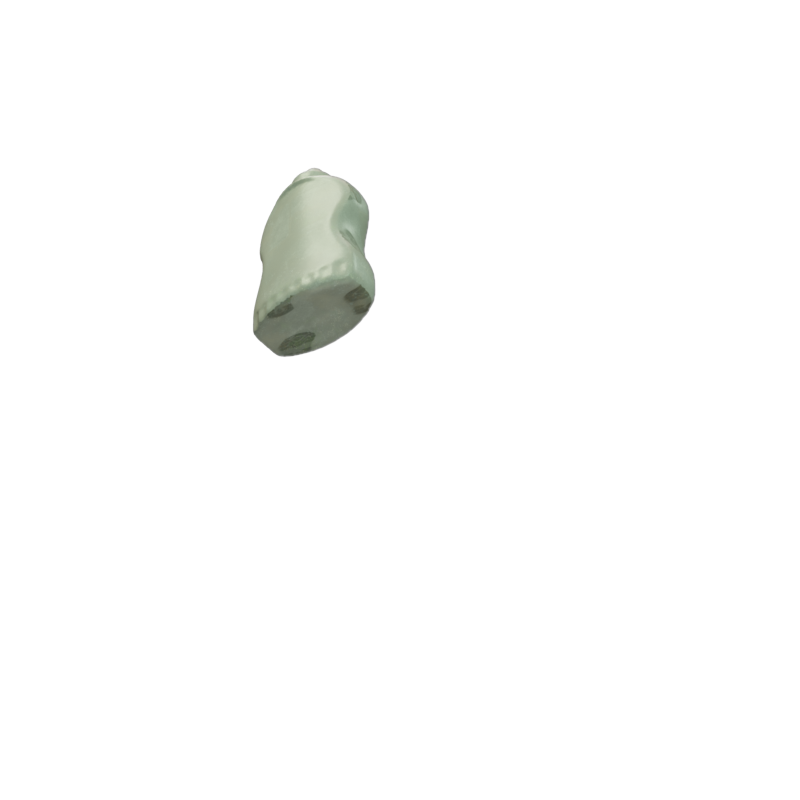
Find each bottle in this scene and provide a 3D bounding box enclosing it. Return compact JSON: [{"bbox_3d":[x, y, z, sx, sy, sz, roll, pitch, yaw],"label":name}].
[{"bbox_3d":[-0.069,-0.126,0.883,0.096,0.206,0.055,-32,-54,23],"label":"bottle"}]
